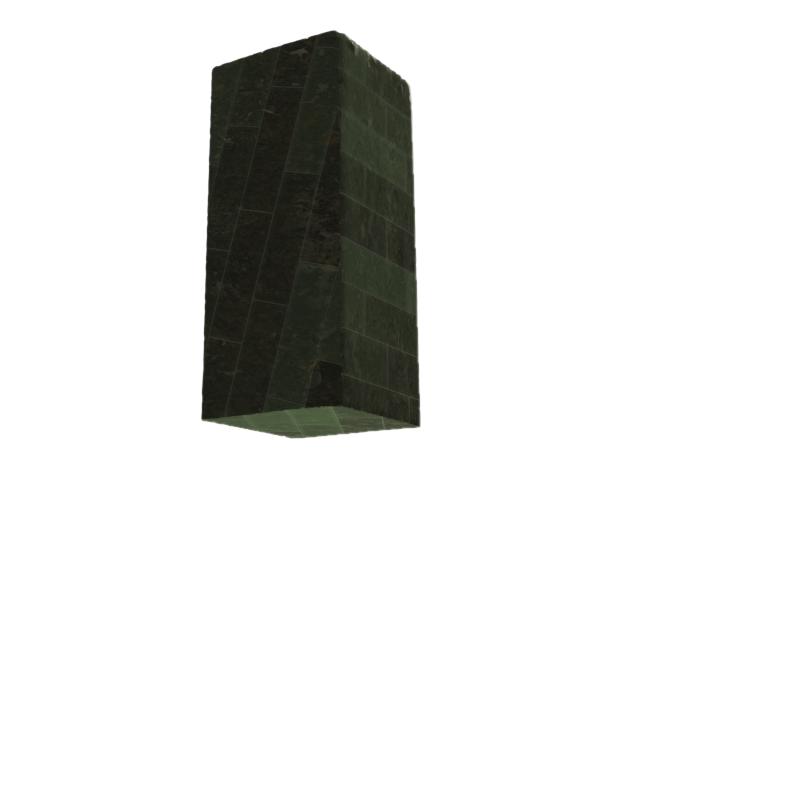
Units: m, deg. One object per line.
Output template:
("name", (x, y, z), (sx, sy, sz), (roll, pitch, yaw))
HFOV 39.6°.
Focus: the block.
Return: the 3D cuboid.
("block", (-0.049, -0.090, 0.628), (0.092, 0.214, 0.085), (-10, -18, 29))
